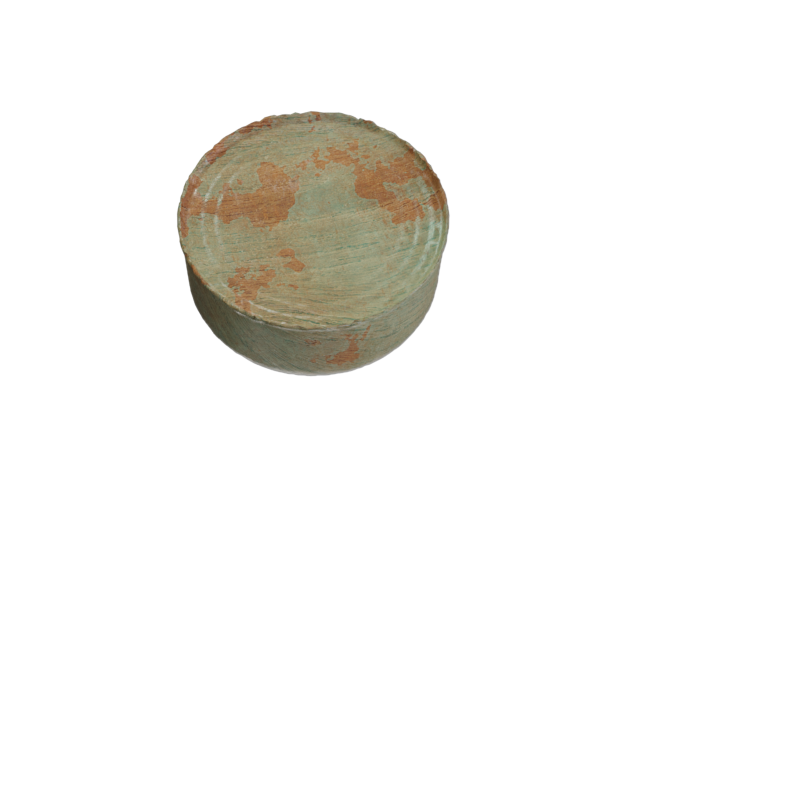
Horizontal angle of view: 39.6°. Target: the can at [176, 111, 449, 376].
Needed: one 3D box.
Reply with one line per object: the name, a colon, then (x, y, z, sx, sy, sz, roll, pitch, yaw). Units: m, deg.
can: (-0.028, -0.052, 0.362, 0.086, 0.092, 0.031, -1, -33, -1)
